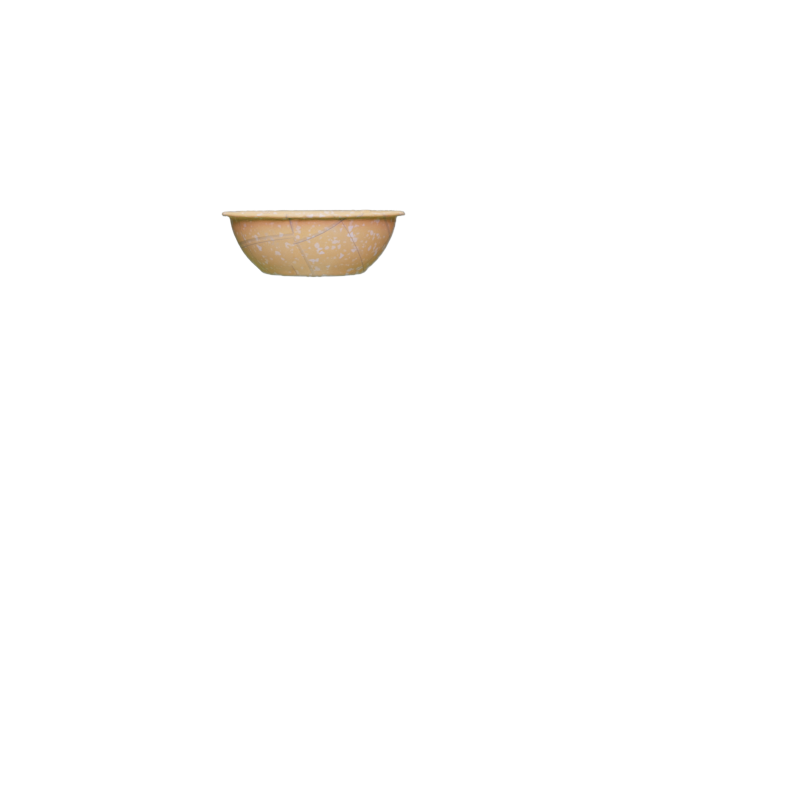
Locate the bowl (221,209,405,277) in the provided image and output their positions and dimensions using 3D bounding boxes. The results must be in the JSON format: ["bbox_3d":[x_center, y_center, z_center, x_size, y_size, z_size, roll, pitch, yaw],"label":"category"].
[{"bbox_3d":[-0.077,-0.140,0.978,0.162,0.054,0.165,0,10,-2],"label":"bowl"}]
